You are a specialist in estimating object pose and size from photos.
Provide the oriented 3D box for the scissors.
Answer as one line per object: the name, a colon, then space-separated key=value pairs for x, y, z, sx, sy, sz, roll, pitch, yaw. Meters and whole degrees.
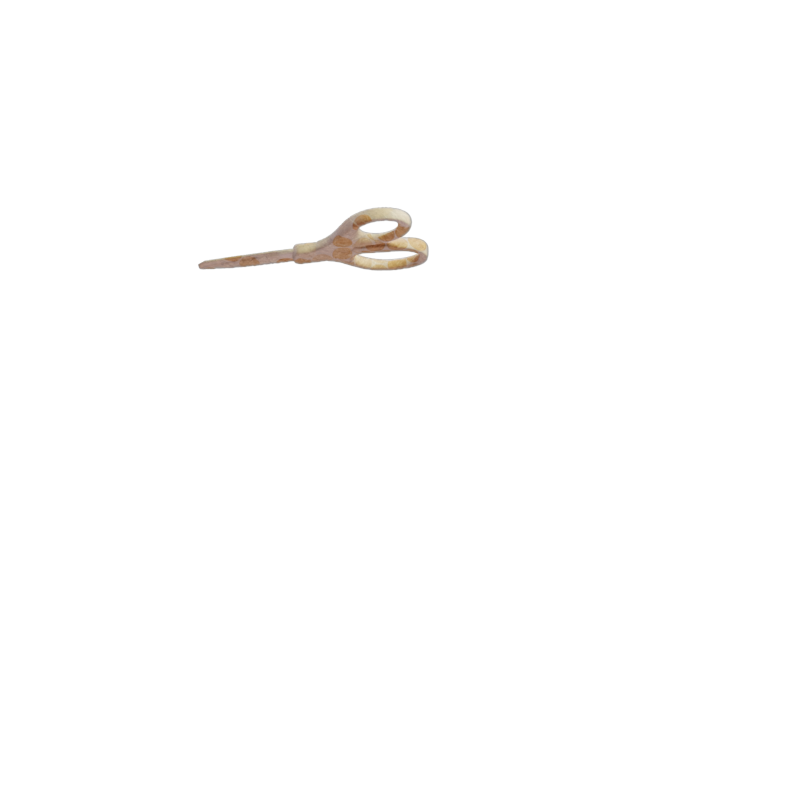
scissors: x=-0.074 y=-0.136 z=0.951 sx=0.201 sy=0.017 sz=0.091 roll=1 pitch=-26 yaw=-2
